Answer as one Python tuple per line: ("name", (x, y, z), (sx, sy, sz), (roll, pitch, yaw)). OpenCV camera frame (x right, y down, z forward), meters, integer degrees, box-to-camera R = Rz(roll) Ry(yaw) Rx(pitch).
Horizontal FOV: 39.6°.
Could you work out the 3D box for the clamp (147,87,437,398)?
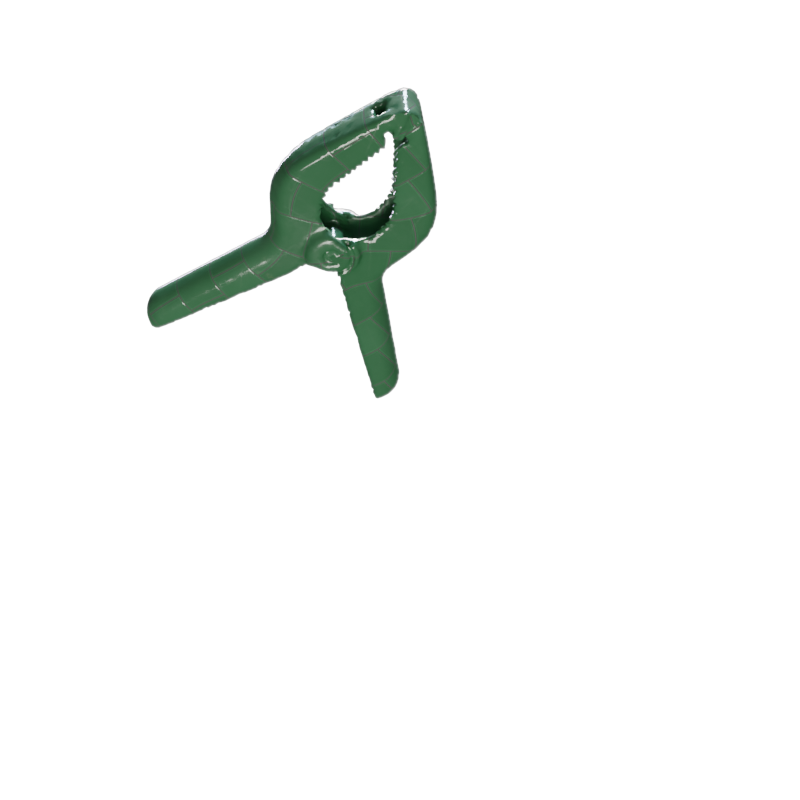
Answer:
("clamp", (-0.050, -0.091, 0.639), (0.161, 0.200, 0.039), (14, 40, -12))
